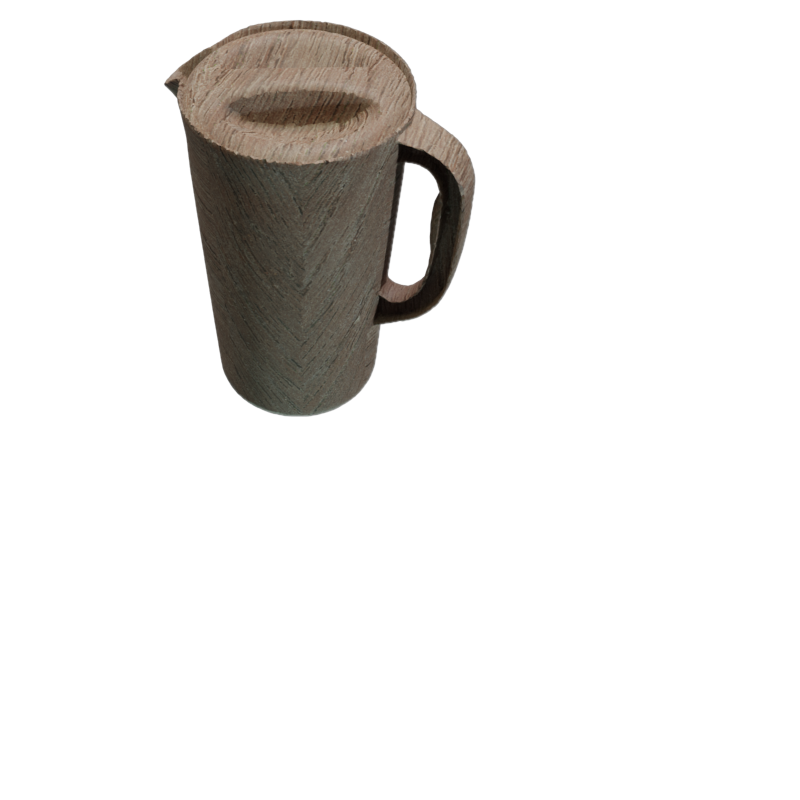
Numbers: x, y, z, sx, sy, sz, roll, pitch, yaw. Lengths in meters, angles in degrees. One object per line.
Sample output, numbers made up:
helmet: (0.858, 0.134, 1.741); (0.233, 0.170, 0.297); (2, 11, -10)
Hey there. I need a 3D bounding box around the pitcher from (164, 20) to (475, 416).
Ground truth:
pitcher: (-0.054, -0.098, 0.687); (0.143, 0.161, 0.226); (-16, -39, -17)
